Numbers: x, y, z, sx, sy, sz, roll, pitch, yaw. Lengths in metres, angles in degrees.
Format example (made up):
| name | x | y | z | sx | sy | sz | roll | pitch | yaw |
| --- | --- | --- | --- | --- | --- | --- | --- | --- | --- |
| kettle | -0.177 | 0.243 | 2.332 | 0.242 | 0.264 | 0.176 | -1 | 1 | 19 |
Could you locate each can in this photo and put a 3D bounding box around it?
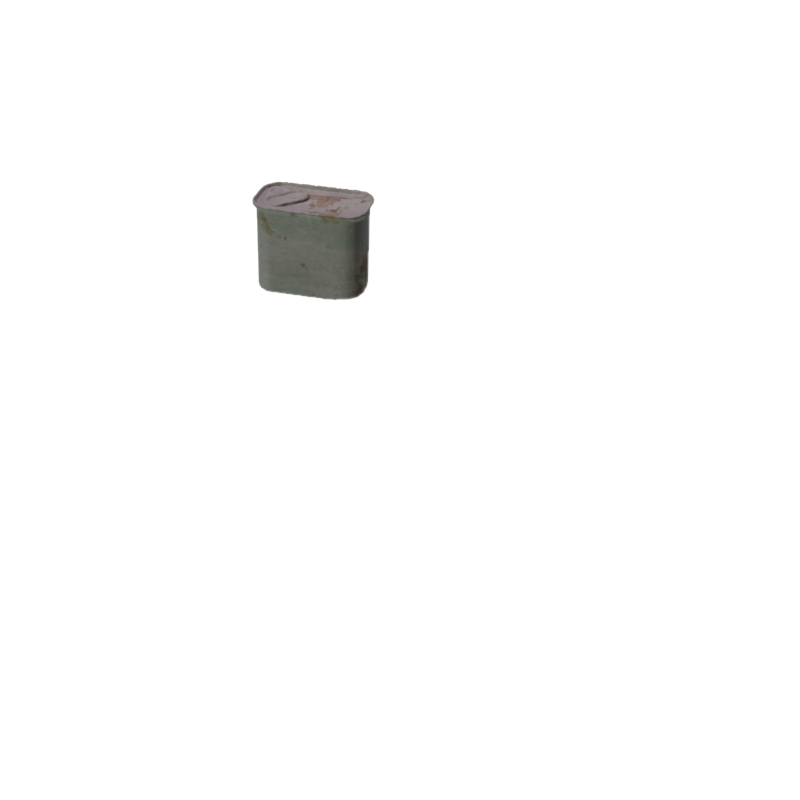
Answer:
| name | x | y | z | sx | sy | sz | roll | pitch | yaw |
| --- | --- | --- | --- | --- | --- | --- | --- | --- | --- |
| can | -0.076 | -0.138 | 0.970 | 0.104 | 0.079 | 0.060 | 9 | 31 | 12 |
